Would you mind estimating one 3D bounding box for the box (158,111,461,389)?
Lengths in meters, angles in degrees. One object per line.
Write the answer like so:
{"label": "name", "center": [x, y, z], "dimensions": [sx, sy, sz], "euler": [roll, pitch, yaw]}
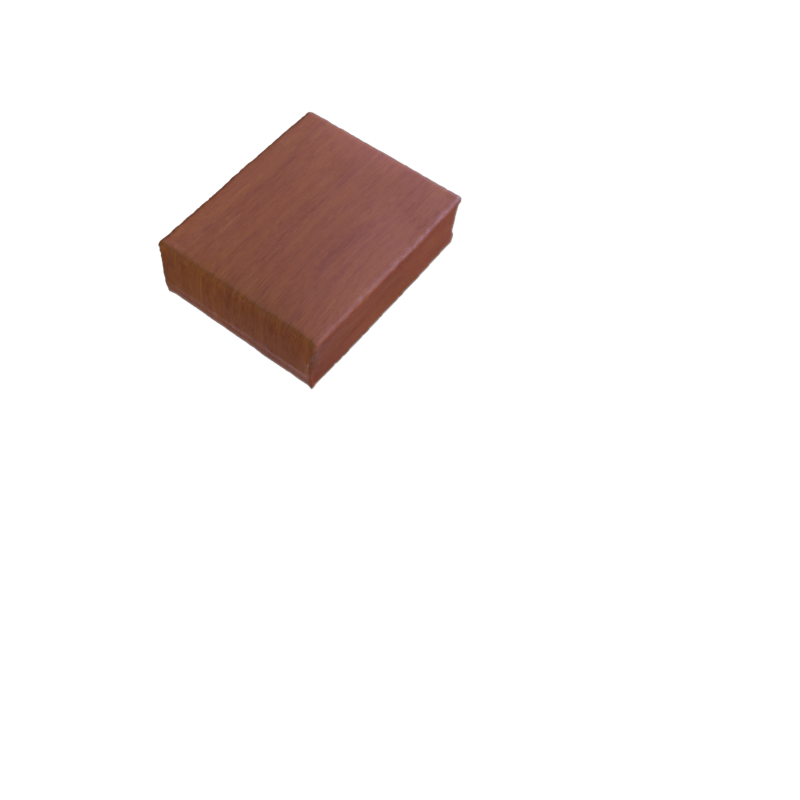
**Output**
{"label": "box", "center": [-0.040, -0.073, 0.510], "dimensions": [0.094, 0.116, 0.036], "euler": [31, -30, 19]}
